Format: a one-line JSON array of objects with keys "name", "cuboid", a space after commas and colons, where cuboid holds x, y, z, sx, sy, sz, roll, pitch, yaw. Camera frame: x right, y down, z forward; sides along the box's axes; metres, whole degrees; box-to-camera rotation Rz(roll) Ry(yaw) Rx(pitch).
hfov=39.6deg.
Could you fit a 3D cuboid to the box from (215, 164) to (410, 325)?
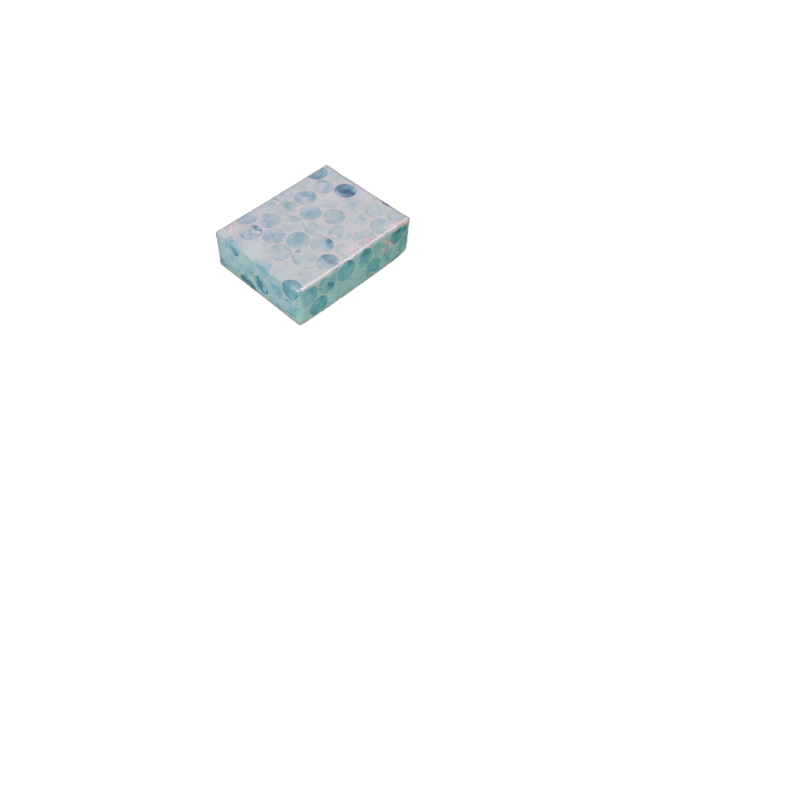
[{"name": "box", "cuboid": [-0.063, -0.115, 0.807, 0.114, 0.036, 0.096, -35, 56, -30]}]
